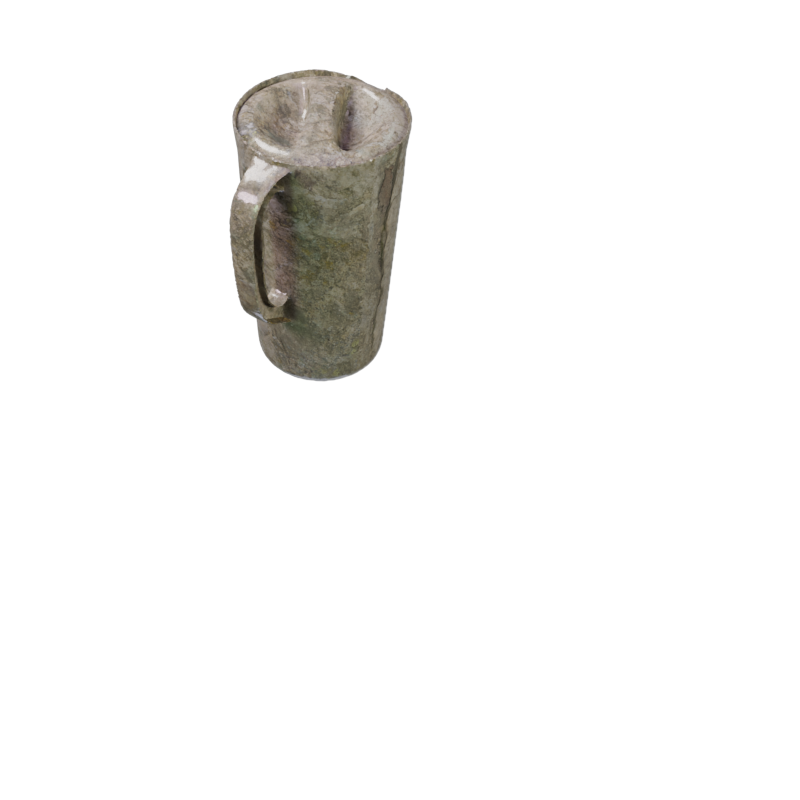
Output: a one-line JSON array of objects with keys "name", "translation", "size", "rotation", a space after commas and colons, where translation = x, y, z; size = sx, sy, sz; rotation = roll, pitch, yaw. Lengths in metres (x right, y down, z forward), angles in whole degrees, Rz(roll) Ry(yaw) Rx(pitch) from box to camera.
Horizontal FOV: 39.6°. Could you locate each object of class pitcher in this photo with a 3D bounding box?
[{"name": "pitcher", "translation": [-0.069, -0.127, 0.886], "size": [0.147, 0.226, 0.157], "rotation": [-9, 44, -12]}]
